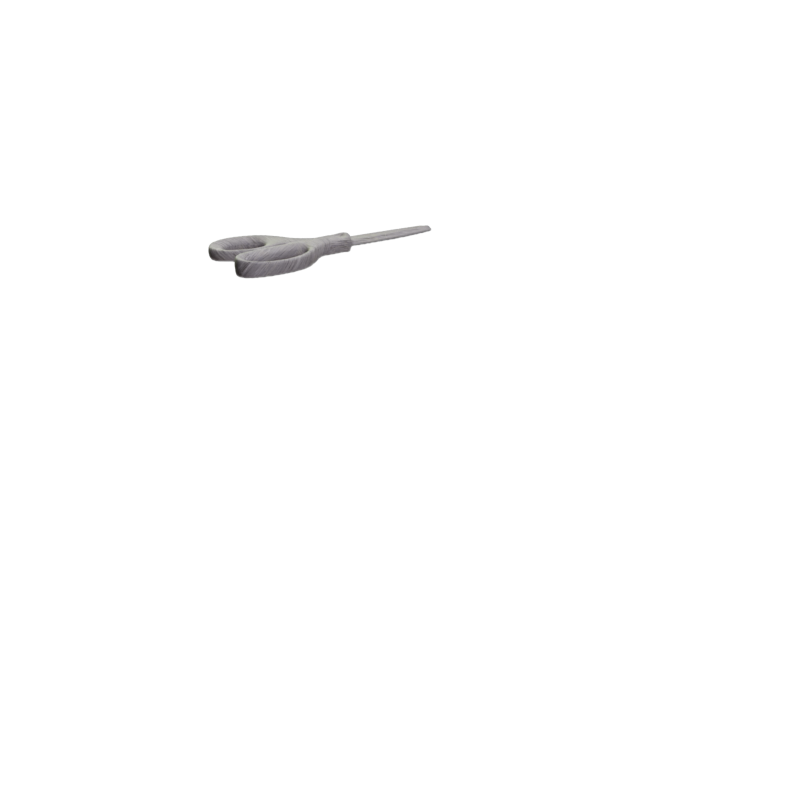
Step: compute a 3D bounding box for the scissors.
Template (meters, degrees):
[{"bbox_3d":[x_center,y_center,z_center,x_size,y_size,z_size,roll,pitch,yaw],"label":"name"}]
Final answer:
[{"bbox_3d":[-0.069,-0.127,0.887,0.101,0.015,0.199,14,25,33],"label":"scissors"}]
